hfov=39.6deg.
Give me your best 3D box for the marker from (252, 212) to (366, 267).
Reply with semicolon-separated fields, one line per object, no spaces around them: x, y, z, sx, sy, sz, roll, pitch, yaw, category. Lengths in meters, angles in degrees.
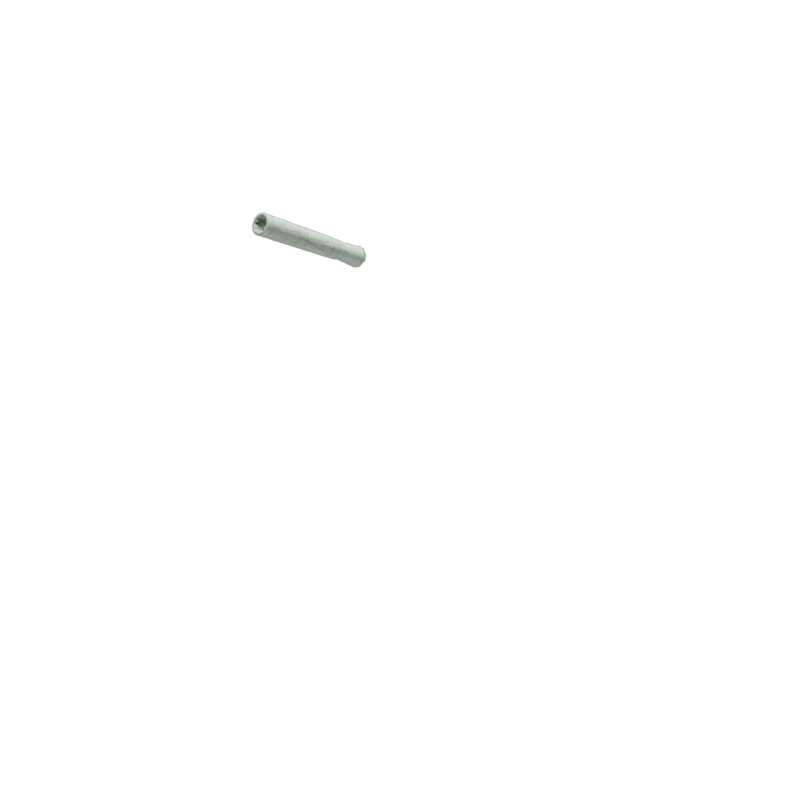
-0.071;-0.129;0.905;0.021;0.020;0.114;4;-6;43;marker
